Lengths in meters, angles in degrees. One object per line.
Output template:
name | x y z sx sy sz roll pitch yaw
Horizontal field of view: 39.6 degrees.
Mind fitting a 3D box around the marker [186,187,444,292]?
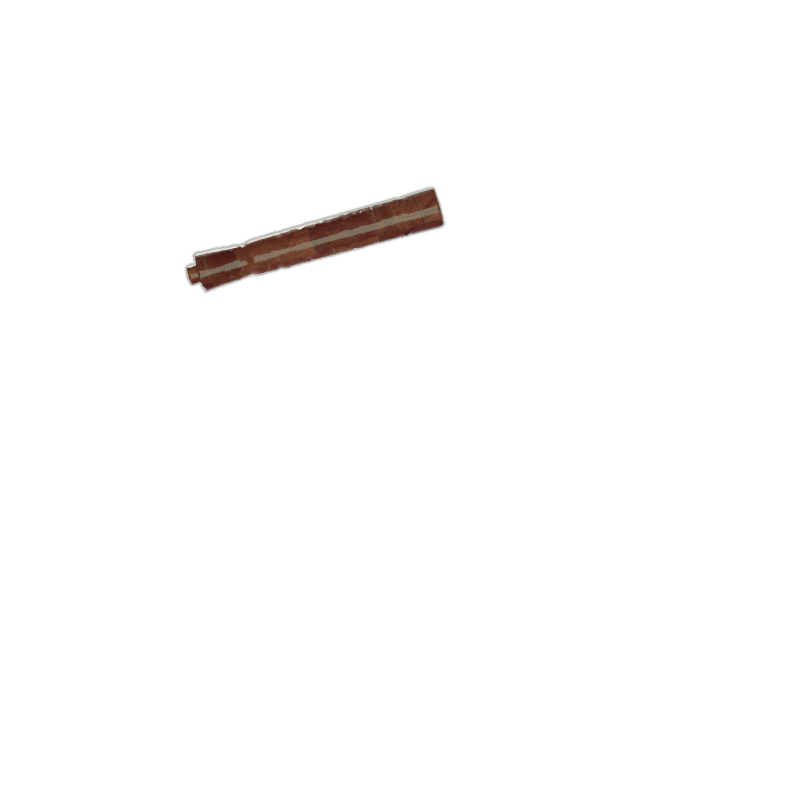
marker | -0.040 -0.074 0.515 0.121 0.020 0.020 -15 4 3
